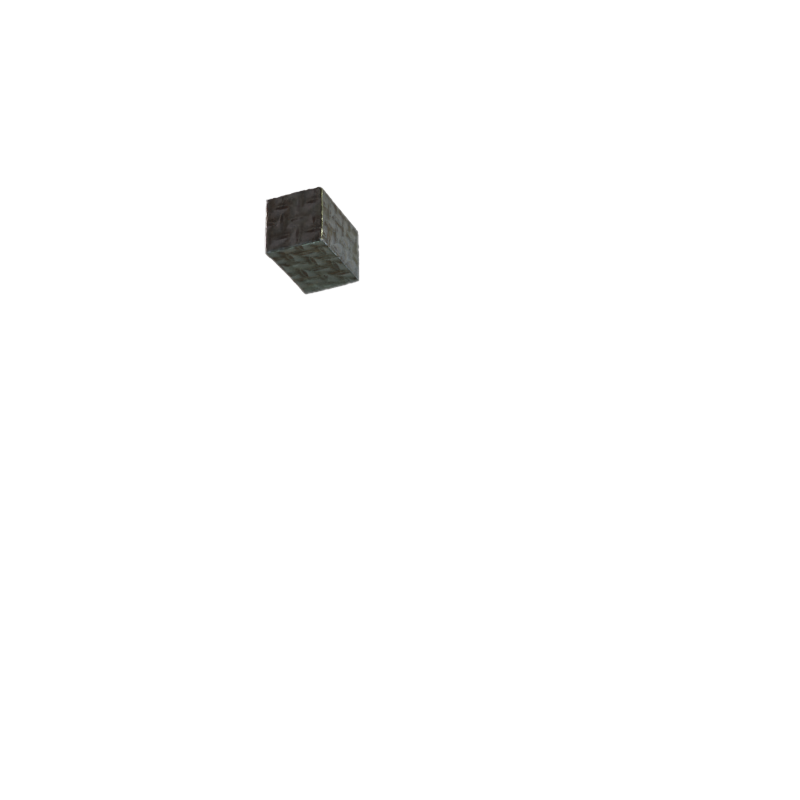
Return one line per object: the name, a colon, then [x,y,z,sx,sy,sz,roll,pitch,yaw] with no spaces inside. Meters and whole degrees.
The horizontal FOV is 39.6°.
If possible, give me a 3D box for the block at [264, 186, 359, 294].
block: [-0.072,-0.131,0.916,0.053,0.054,0.072,-12,-29,19]
